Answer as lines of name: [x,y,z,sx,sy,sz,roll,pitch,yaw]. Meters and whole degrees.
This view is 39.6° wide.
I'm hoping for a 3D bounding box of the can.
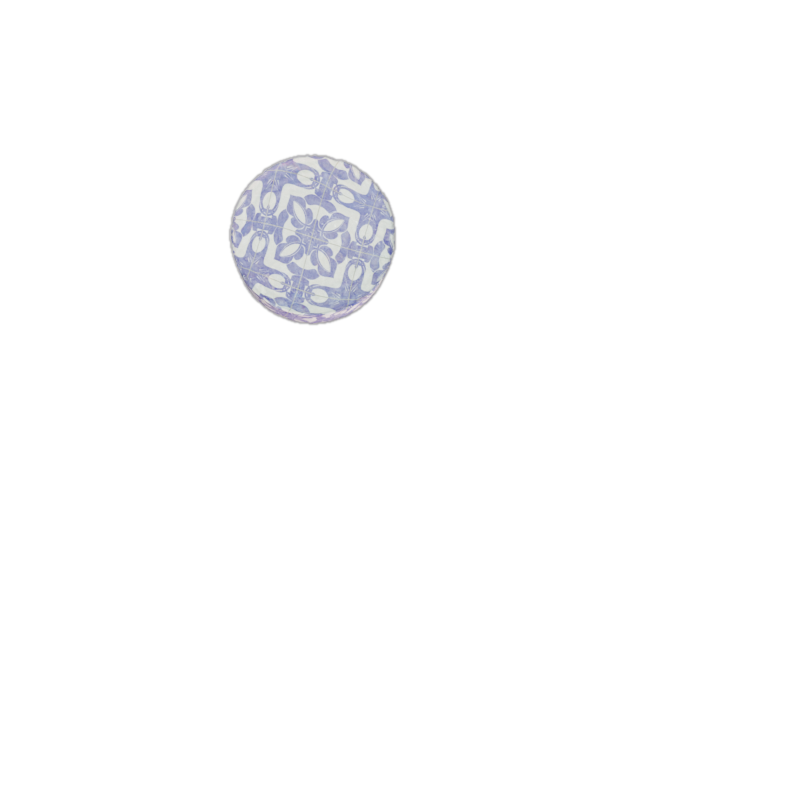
can: [-0.046,-0.084,0.589,0.086,0.089,0.033,0,-13,-1]
